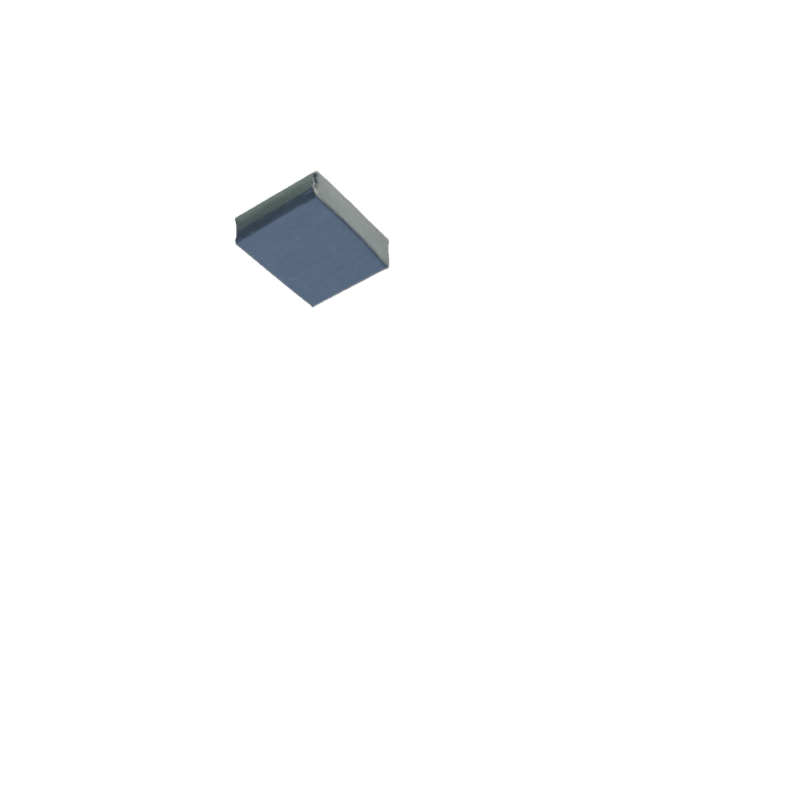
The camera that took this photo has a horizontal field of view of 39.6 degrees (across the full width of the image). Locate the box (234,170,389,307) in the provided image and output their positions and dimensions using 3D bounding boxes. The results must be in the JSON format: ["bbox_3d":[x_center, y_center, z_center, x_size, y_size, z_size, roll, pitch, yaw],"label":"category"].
[{"bbox_3d":[-0.076,-0.138,0.968,0.090,0.042,0.105,-25,-47,26],"label":"box"}]
